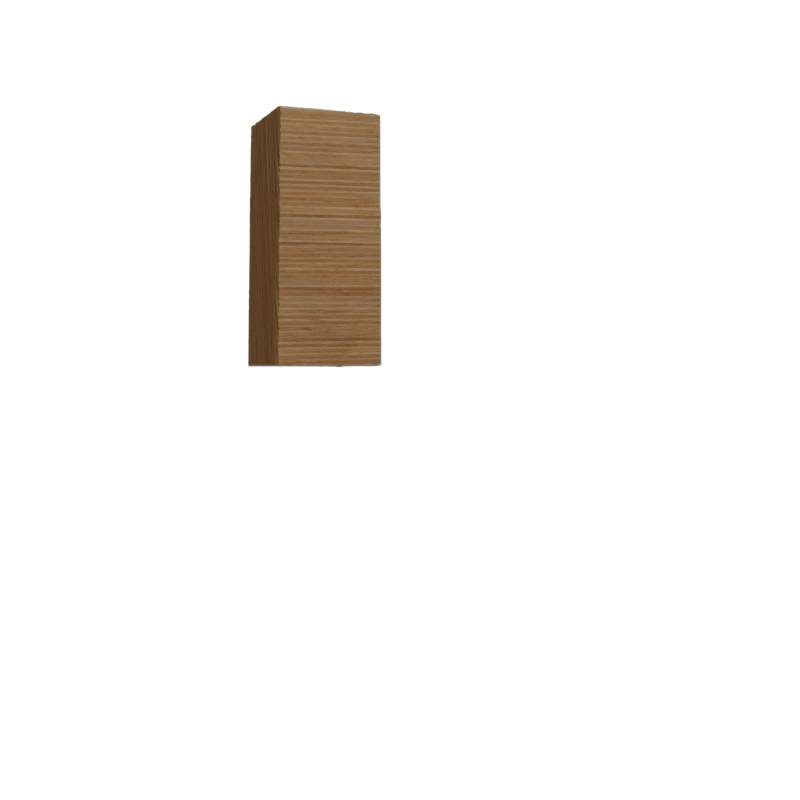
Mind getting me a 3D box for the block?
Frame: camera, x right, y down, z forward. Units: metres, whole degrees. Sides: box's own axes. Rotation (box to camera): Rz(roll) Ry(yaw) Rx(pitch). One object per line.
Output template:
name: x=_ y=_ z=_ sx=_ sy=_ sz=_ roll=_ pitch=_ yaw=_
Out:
block: x=-0.072 y=-0.132 z=0.924 sx=0.088 sy=0.209 sz=0.091 roll=2 pitch=-6 yaw=-21
